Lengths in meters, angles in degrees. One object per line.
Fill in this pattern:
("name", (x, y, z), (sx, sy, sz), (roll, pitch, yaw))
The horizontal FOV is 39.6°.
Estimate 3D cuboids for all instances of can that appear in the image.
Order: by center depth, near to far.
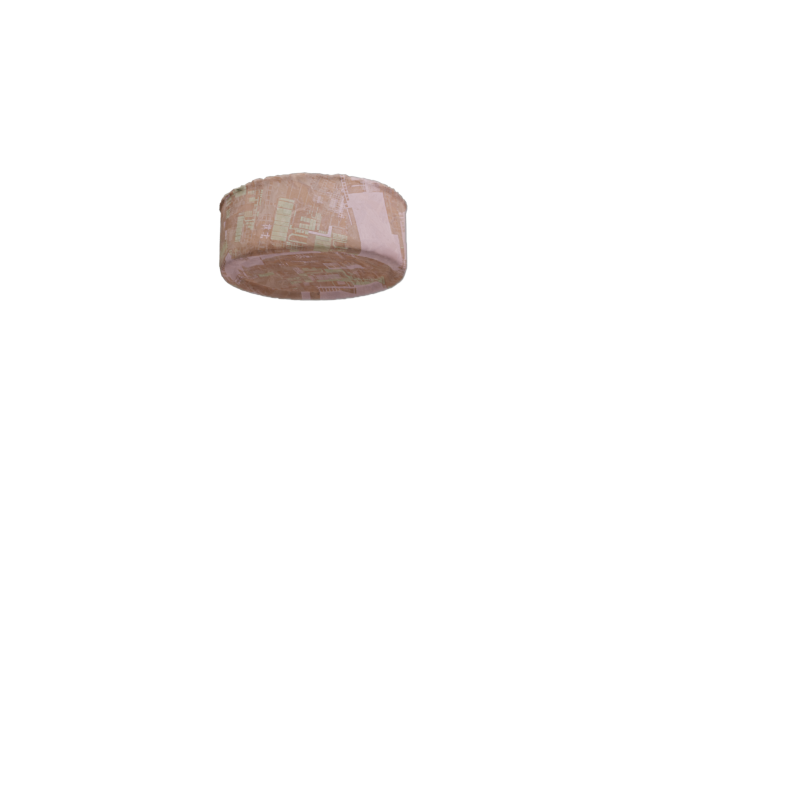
("can", (-0.039, -0.072, 0.501), (0.086, 0.035, 0.083), (0, -12, -2))
